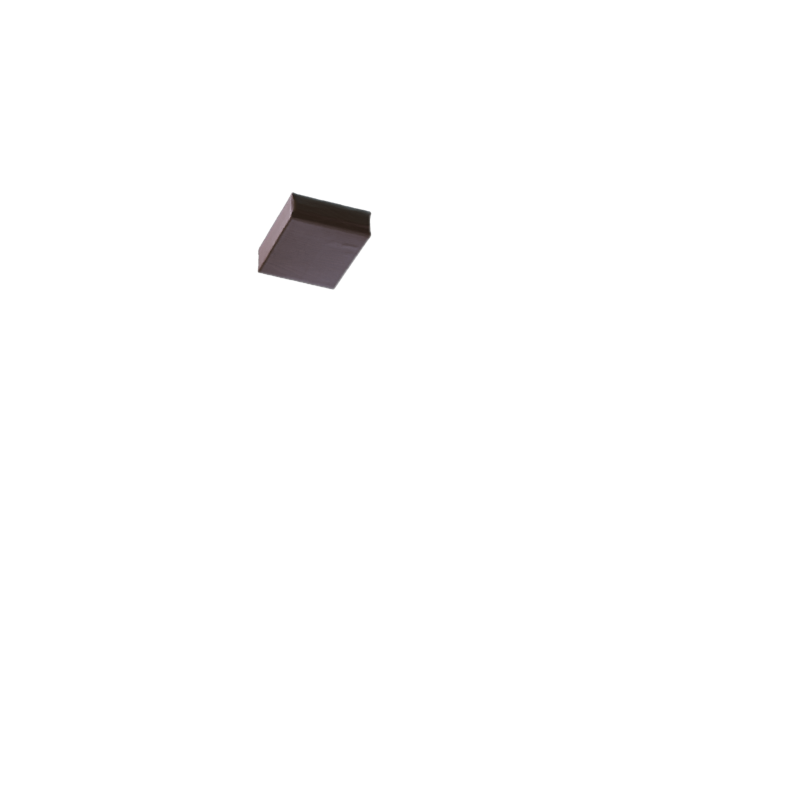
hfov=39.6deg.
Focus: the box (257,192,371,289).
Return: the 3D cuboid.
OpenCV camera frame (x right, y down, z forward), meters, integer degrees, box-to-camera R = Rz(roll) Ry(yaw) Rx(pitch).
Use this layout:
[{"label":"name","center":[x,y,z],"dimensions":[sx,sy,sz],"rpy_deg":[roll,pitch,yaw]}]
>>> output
[{"label":"box","center":[-0.074,-0.136,0.952],"dimensions":[0.071,0.032,0.086],"rpy_deg":[12,-34,-19]}]
